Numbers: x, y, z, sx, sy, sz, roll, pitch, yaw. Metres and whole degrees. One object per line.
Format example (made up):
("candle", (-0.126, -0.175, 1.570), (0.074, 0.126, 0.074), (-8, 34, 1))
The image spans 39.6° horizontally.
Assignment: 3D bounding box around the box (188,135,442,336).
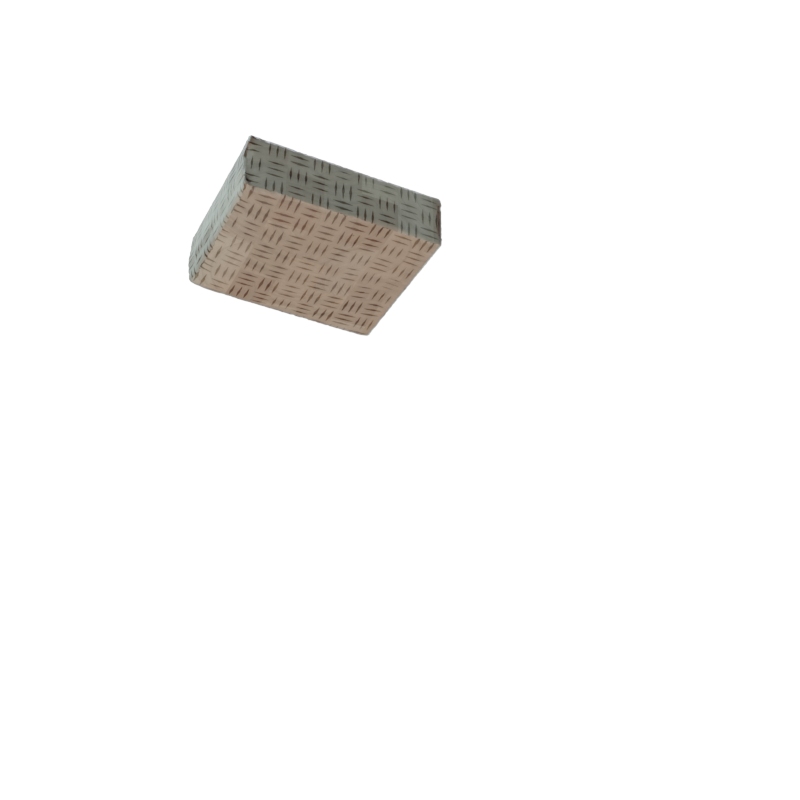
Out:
("box", (-0.047, -0.085, 0.595), (0.110, 0.042, 0.087), (15, -40, -20))
